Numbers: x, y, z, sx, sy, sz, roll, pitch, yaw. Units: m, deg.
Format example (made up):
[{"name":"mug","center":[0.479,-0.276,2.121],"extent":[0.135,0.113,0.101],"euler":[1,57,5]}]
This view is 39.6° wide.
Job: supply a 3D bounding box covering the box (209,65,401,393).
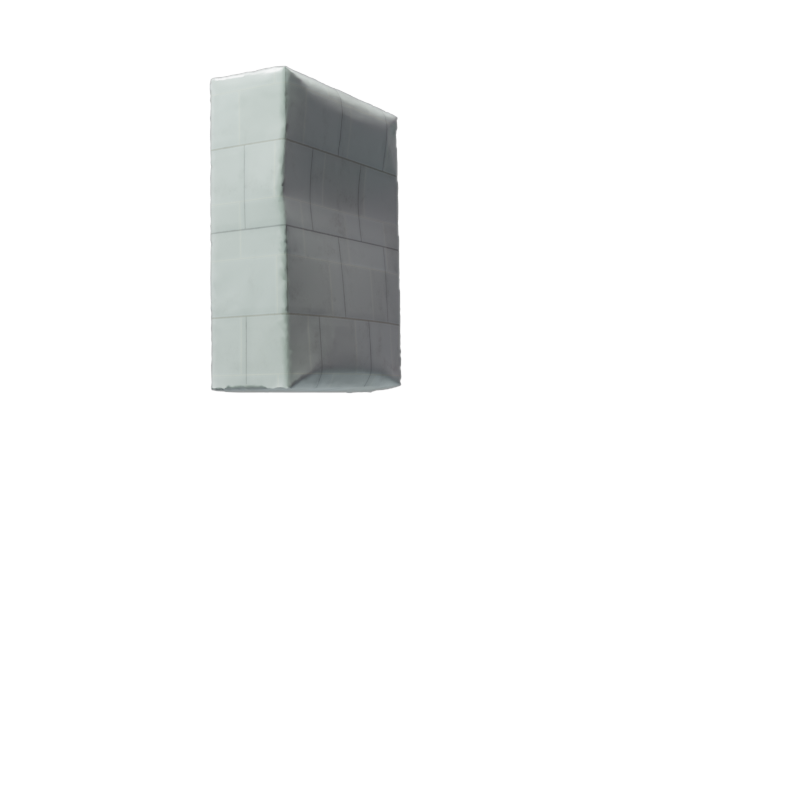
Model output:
[{"name":"box","center":[-0.062,-0.113,0.792],"extent":[0.074,0.217,0.157],"euler":[-4,-6,29]}]
